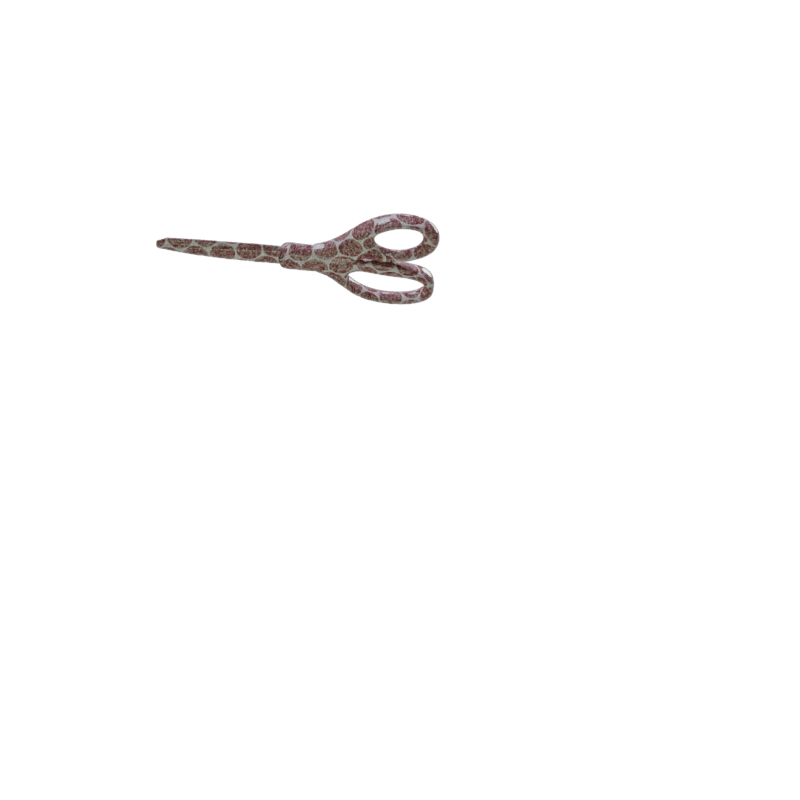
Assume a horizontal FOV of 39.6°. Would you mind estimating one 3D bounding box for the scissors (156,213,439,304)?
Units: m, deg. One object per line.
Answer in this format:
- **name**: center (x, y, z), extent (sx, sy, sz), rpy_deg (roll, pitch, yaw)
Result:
- **scissors**: center (-0.061, -0.111, 0.777), extent (0.195, 0.017, 0.093), rpy_deg (15, -40, -18)
